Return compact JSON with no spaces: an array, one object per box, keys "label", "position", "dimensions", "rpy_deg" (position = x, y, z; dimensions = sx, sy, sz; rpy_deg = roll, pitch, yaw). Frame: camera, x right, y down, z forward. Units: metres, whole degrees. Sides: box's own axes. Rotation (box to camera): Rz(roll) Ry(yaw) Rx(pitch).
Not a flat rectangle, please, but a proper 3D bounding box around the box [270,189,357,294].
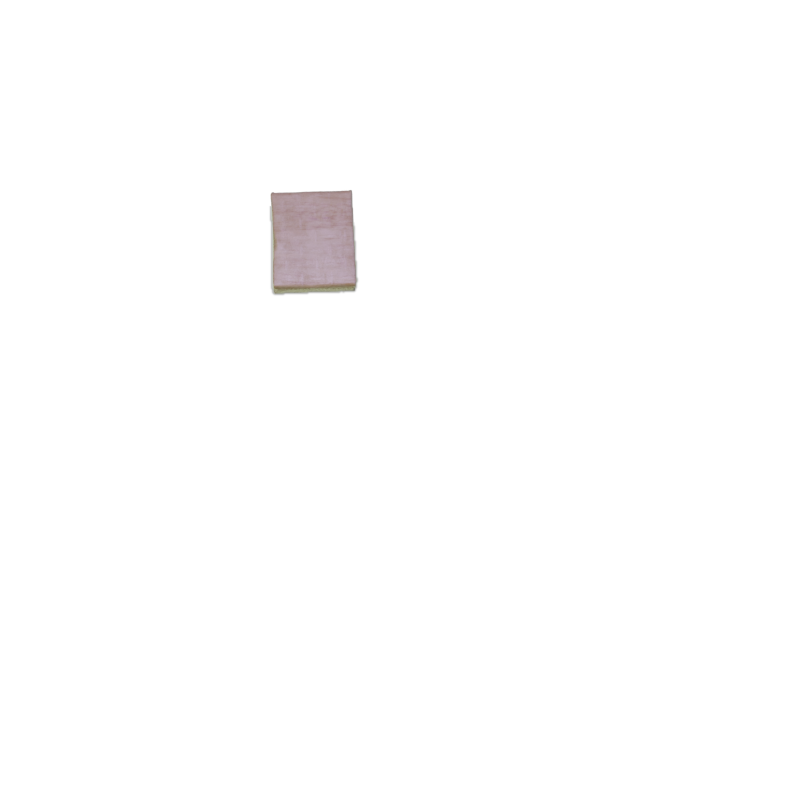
[{"label":"box","position":[-0.076,-0.139,0.974],"dimensions":[0.073,0.093,0.029],"rpy_deg":[-2,-16,-1]}]
